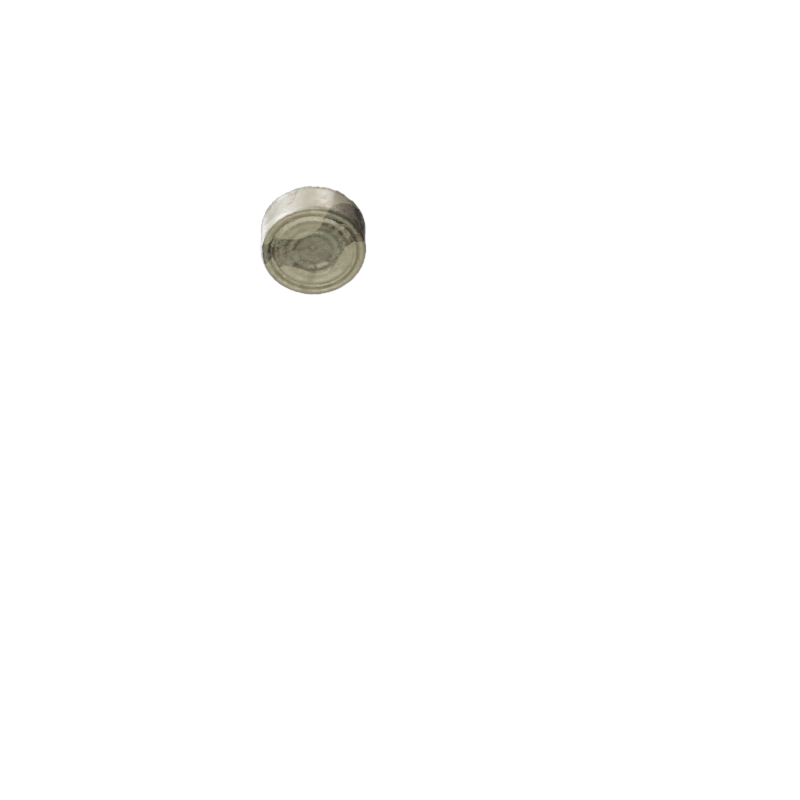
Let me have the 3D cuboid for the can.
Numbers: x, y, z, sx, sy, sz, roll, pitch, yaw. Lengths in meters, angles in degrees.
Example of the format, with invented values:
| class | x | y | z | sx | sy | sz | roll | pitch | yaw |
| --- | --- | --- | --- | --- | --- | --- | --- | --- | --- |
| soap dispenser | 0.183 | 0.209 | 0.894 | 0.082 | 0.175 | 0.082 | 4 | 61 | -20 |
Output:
| class | x | y | z | sx | sy | sz | roll | pitch | yaw |
| --- | --- | --- | --- | --- | --- | --- | --- | --- | --- |
| can | -0.070 | -0.128 | 0.894 | 0.086 | 0.080 | 0.036 | 1 | 38 | -1 |
